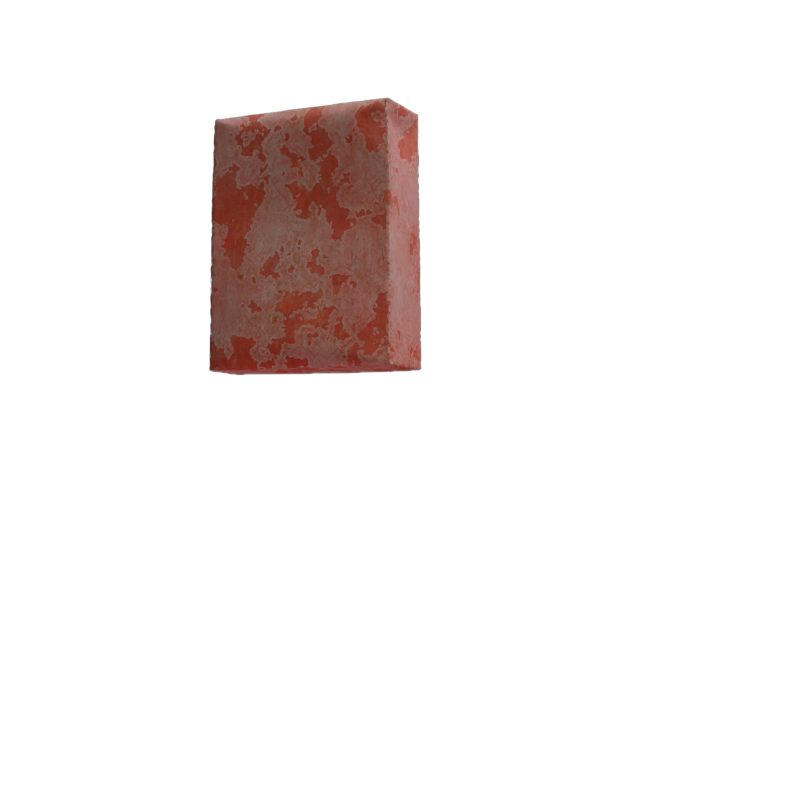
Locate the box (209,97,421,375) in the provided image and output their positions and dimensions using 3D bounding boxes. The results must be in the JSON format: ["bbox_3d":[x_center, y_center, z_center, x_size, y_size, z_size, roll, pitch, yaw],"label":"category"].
[{"bbox_3d":[-0.071,-0.129,0.905,0.168,0.218,0.069,-3,-8,24],"label":"box"}]
